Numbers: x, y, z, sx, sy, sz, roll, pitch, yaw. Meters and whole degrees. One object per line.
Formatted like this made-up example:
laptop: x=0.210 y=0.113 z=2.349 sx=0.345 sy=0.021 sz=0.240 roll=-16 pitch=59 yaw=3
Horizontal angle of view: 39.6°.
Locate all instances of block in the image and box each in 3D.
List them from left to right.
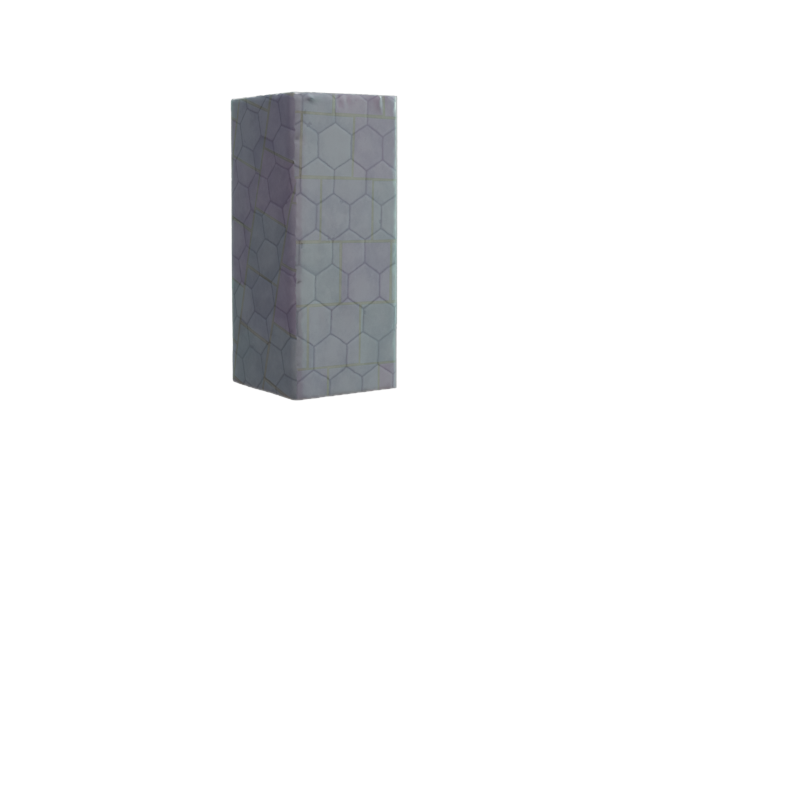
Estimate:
block: x=-0.062 y=-0.113 z=0.792 sx=0.088 sy=0.204 sz=0.094 roll=-3 pitch=6 yaw=-35
